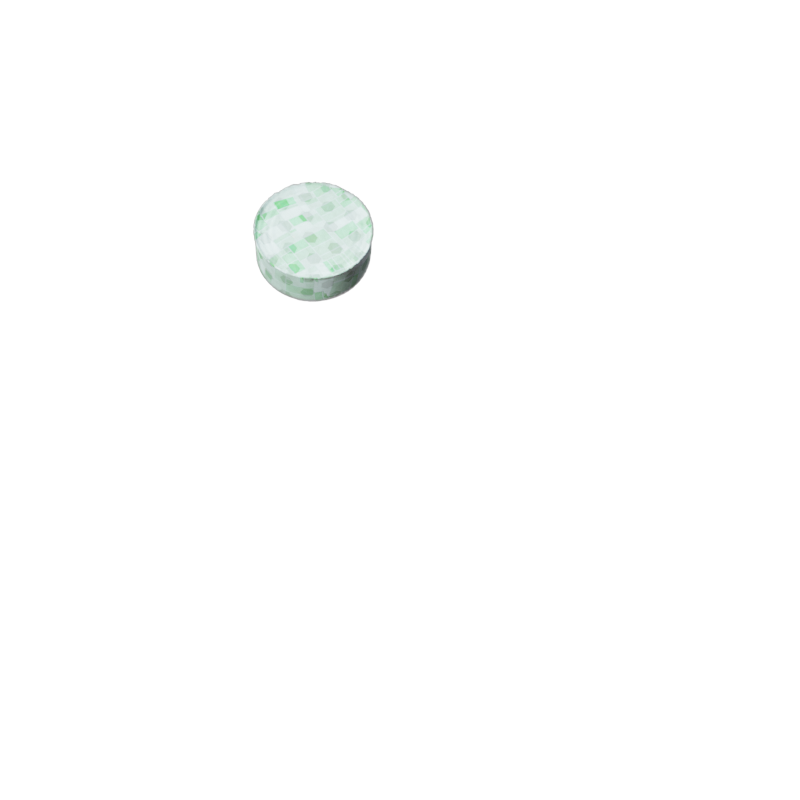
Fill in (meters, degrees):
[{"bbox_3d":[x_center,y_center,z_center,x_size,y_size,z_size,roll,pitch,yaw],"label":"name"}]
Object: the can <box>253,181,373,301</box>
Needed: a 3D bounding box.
[{"bbox_3d":[-0.063,-0.115,0.802,0.086,0.092,0.031,-1,-33,-1],"label":"can"}]
